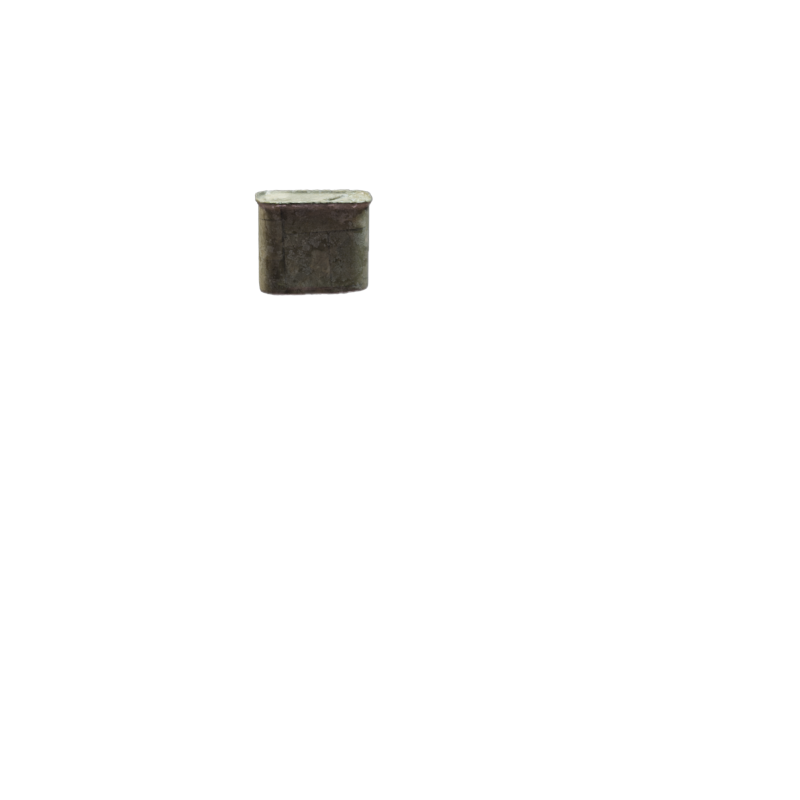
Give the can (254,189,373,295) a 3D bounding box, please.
[{"bbox_3d":[-0.076,-0.139,0.974,0.101,0.081,0.060,-1,16,-5],"label":"can"}]
